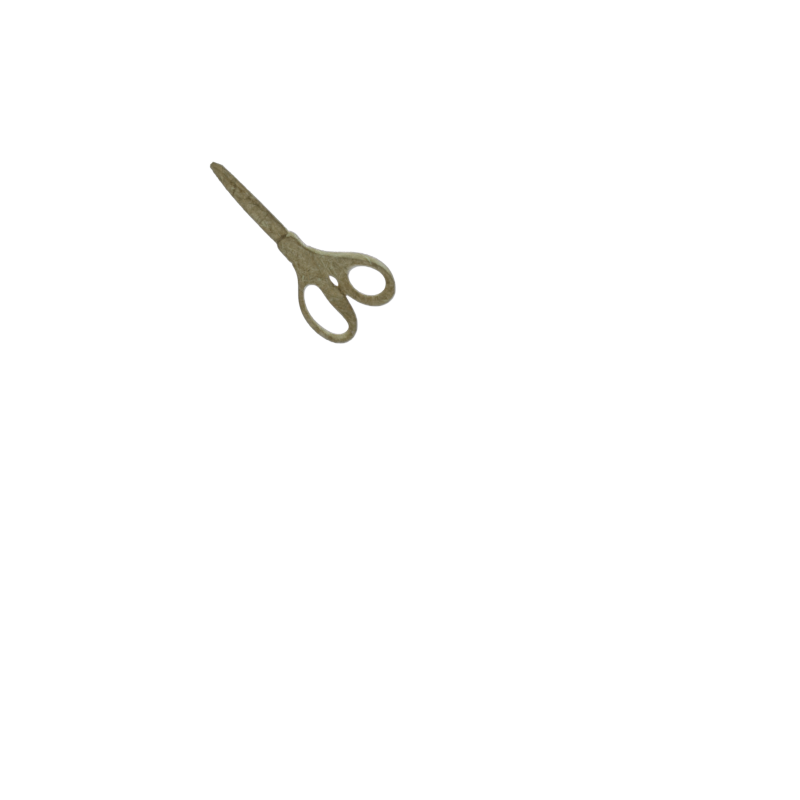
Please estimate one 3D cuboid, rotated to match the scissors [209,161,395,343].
[{"bbox_3d":[-0.074,-0.135,0.944,0.096,0.190,0.017,-22,26,11],"label":"scissors"}]
